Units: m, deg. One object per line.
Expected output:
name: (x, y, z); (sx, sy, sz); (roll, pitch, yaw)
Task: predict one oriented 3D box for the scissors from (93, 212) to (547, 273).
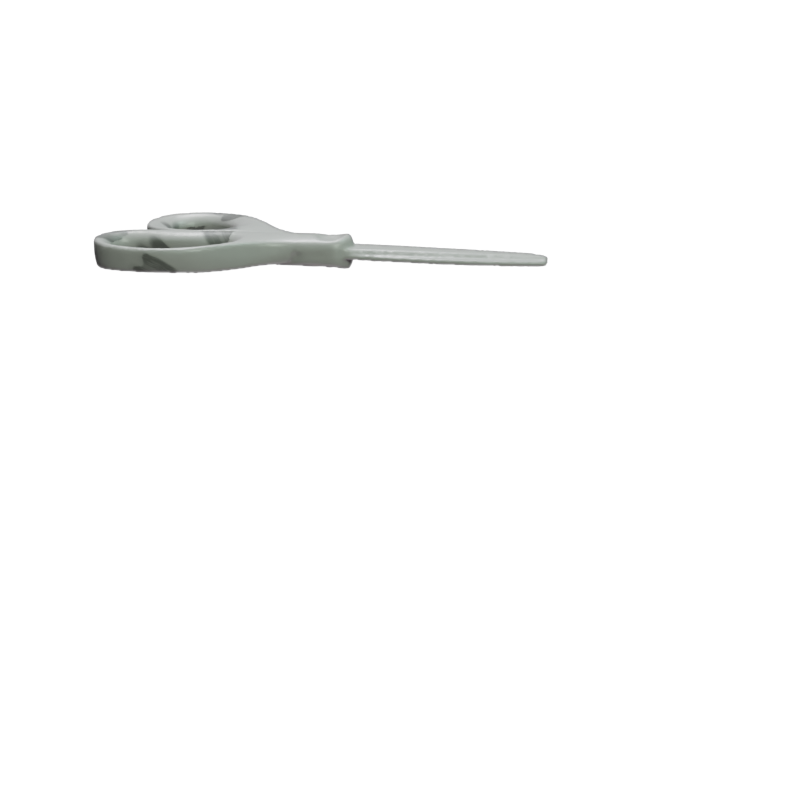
scissors: (-0.041, -0.075, 0.525); (0.201, 0.015, 0.100); (-1, 20, -3)
